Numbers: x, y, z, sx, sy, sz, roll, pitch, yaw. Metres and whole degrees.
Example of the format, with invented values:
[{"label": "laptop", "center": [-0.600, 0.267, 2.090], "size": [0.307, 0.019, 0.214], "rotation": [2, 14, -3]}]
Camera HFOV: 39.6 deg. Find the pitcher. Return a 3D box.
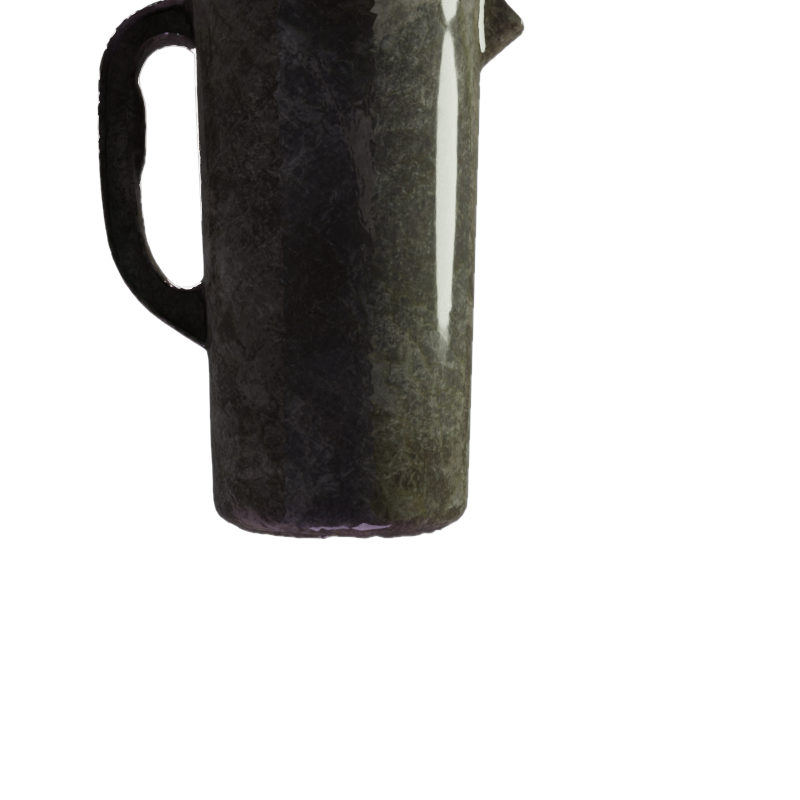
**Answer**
[{"label": "pitcher", "center": [-0.038, -0.069, 0.486], "size": [0.154, 0.247, 0.138], "rotation": [-5, -8, 42]}]
